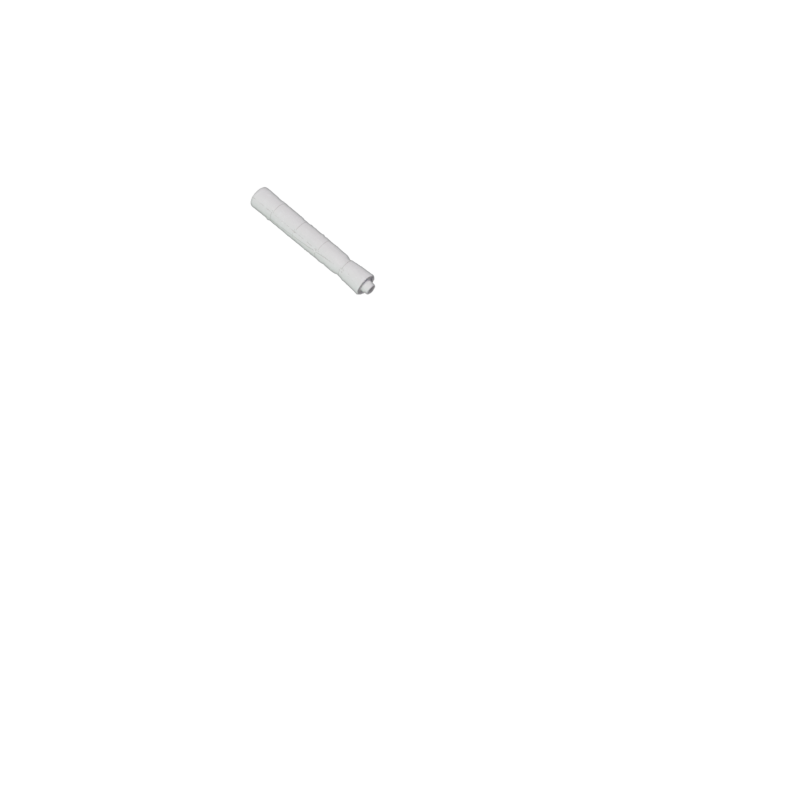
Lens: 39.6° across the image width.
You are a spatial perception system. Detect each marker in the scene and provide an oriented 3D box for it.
[{"bbox_3d":[-0.066,-0.120,0.838,0.128,0.019,0.019,41,21,22],"label":"marker"}]
